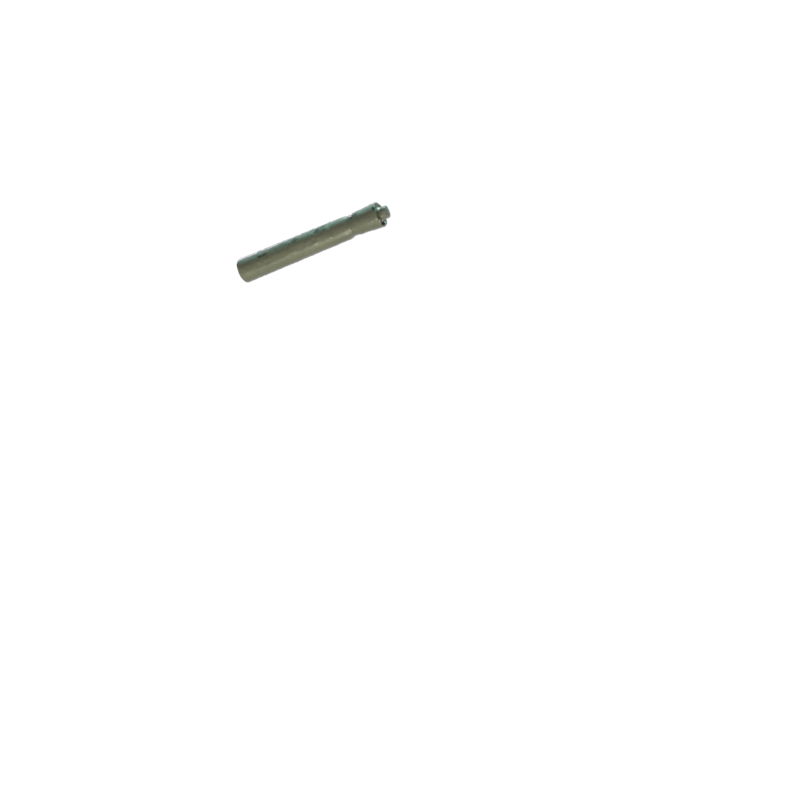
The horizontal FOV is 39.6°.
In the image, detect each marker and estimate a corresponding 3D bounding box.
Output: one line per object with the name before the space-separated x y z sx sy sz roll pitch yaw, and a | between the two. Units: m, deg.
marker | -0.062 -0.113 0.794 0.122 0.020 0.019 -19 -3 22
